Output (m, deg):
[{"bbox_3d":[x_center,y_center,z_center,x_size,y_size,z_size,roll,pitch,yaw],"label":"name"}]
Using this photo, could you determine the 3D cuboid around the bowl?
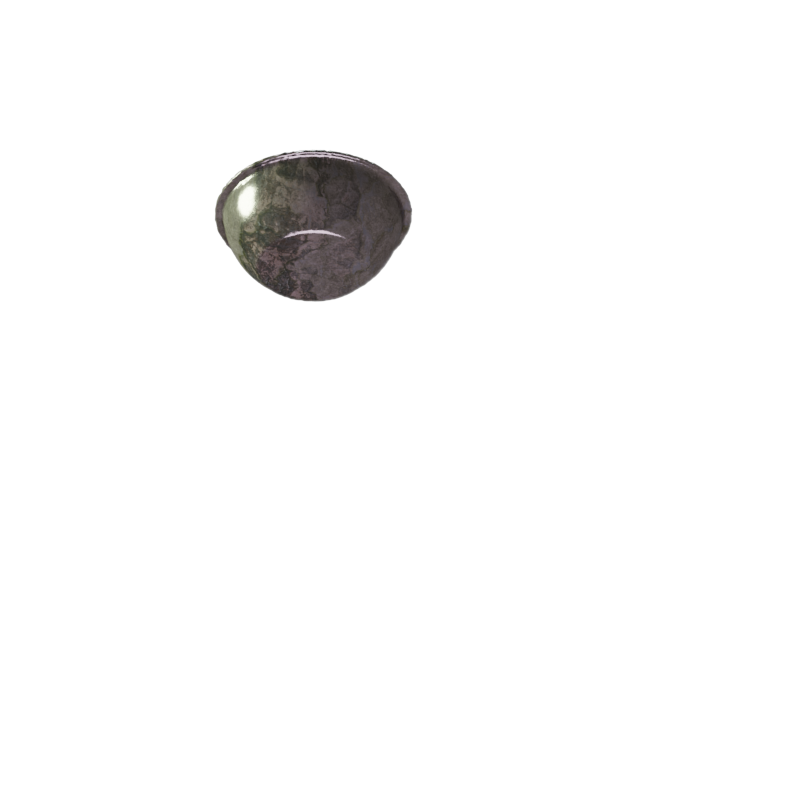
[{"bbox_3d":[-0.070,-0.128,0.893,0.162,0.059,0.151,1,-34,-2],"label":"bowl"}]
